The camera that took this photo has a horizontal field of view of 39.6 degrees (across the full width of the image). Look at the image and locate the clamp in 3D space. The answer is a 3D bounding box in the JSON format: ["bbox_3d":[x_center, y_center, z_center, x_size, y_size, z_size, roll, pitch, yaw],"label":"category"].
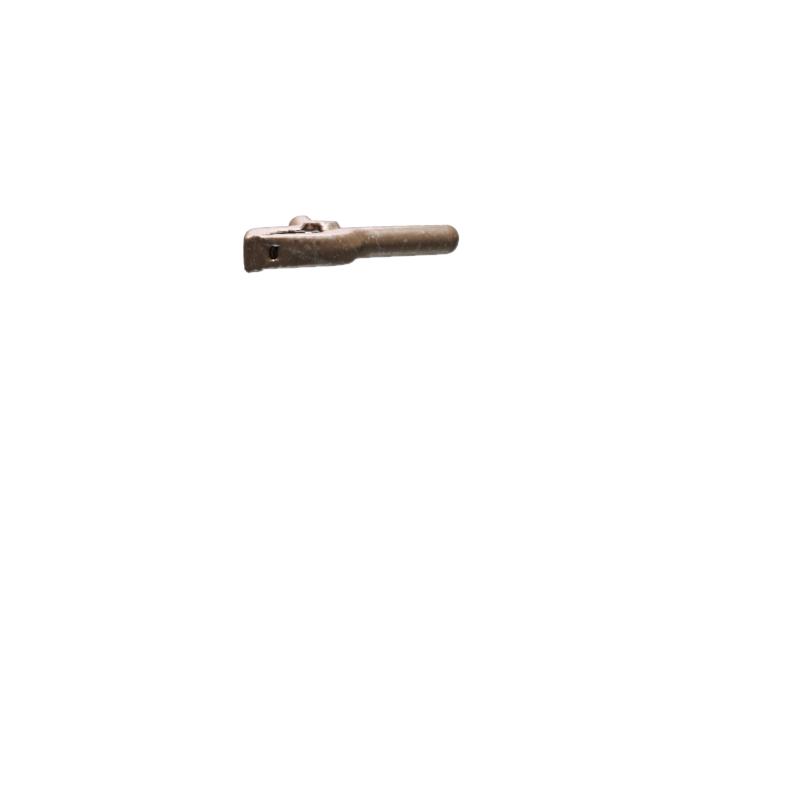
[{"bbox_3d":[-0.071,-0.130,0.913,0.172,0.036,0.205,9,16,34],"label":"clamp"}]
